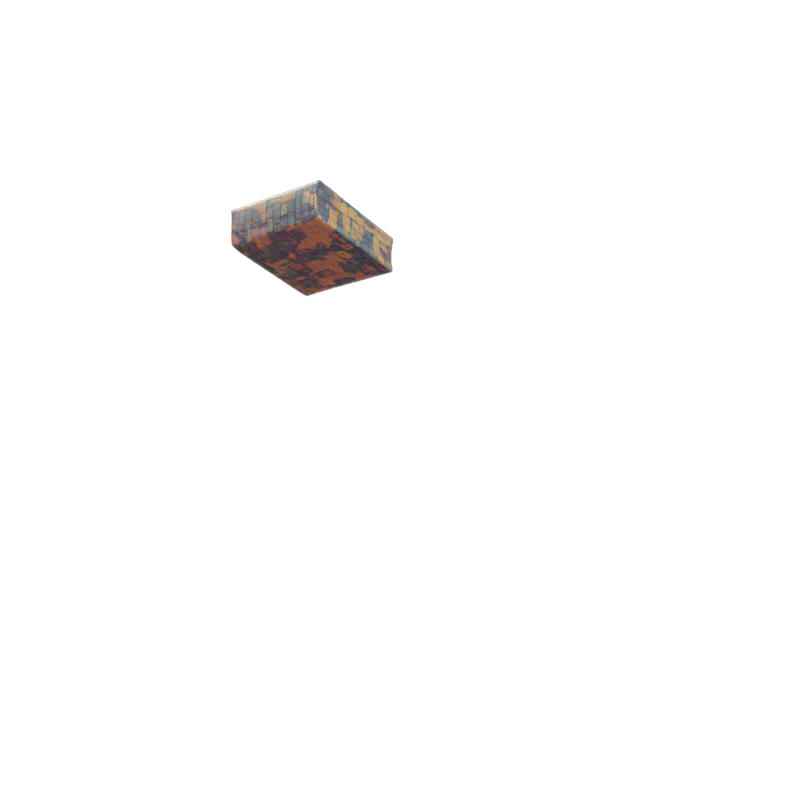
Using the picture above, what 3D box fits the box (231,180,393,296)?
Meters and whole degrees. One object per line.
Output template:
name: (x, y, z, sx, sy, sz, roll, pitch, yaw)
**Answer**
box: (-0.072, -0.130, 0.913, 0.091, 0.041, 0.106, -14, -26, 30)
